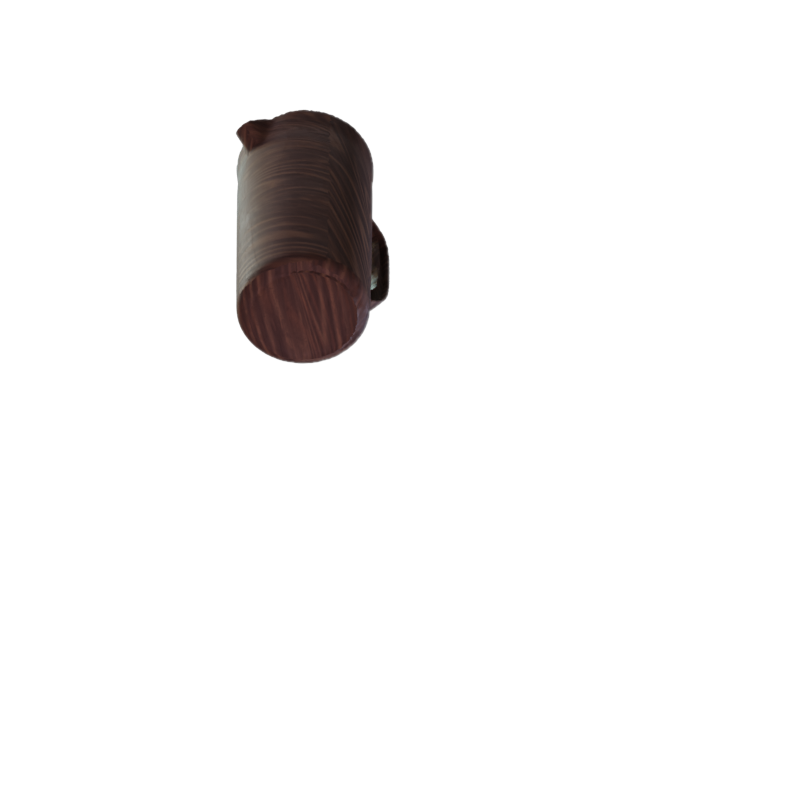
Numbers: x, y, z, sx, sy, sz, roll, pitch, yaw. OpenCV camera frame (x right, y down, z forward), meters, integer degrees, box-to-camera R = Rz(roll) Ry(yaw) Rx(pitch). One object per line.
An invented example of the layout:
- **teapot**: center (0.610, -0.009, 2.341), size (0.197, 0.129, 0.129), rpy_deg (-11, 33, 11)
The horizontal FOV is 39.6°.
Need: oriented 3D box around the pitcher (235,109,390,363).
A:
- **pitcher**: center (-0.077, -0.141, 0.985), size (0.149, 0.136, 0.260), rpy_deg (0, 38, -4)
